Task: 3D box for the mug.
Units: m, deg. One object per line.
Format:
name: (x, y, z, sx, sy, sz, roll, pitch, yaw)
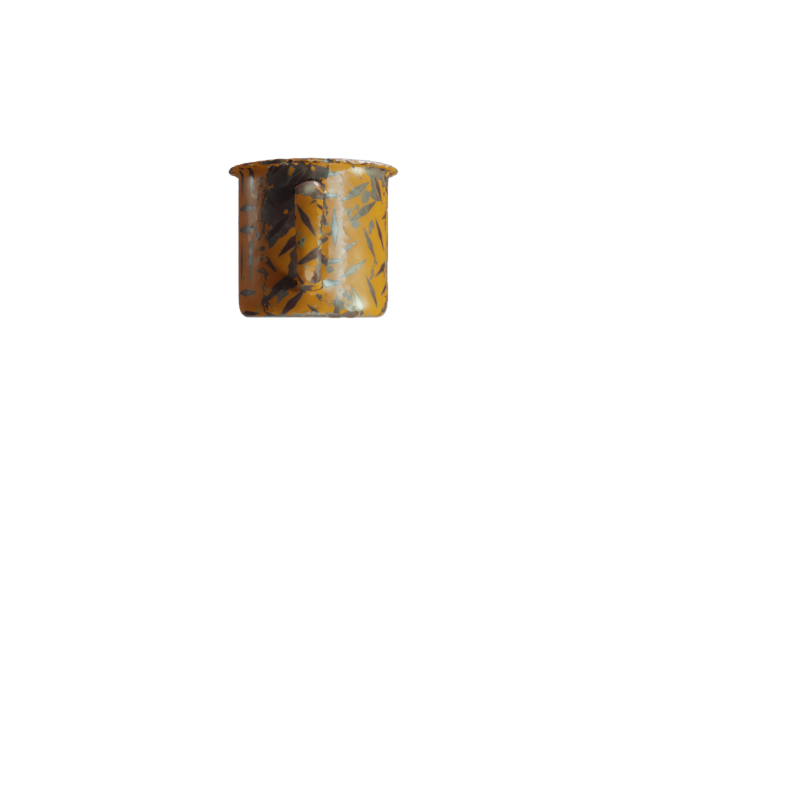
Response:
mug: (-0.047, -0.085, 0.595, 0.093, 0.082, 0.117, 0, 1, -4)
